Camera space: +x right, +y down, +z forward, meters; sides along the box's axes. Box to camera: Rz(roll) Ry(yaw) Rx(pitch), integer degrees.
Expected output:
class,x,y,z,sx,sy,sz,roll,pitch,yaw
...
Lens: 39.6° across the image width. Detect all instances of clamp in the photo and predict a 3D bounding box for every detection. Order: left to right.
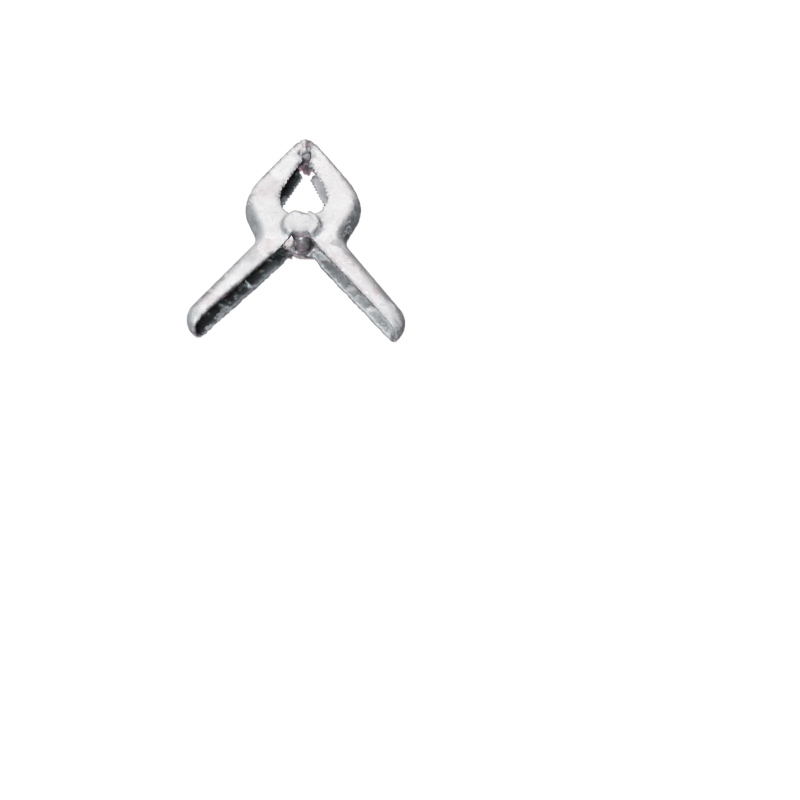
class,x,y,z,sx,sy,sz,roll,pitch,yaw
clamp,-0.070,-0.128,0.894,0.166,0.223,0.034,6,-38,4
